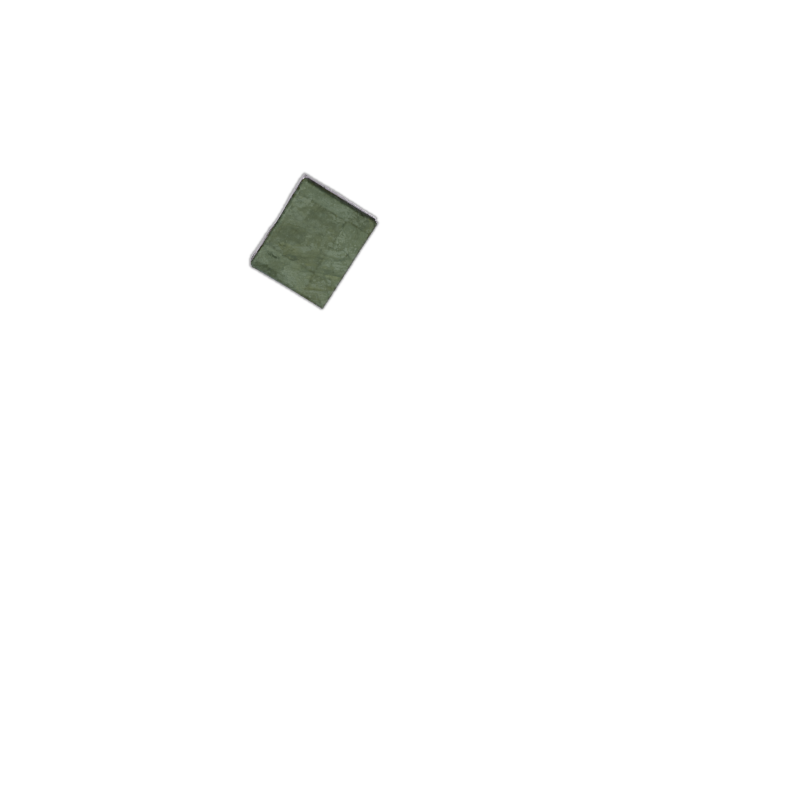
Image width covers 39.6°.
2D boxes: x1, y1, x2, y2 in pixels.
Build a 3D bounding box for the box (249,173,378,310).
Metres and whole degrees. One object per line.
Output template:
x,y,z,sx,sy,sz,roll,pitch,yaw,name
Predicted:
-0.072,-0.132,0.923,0.072,0.088,0.031,32,10,-7,box
